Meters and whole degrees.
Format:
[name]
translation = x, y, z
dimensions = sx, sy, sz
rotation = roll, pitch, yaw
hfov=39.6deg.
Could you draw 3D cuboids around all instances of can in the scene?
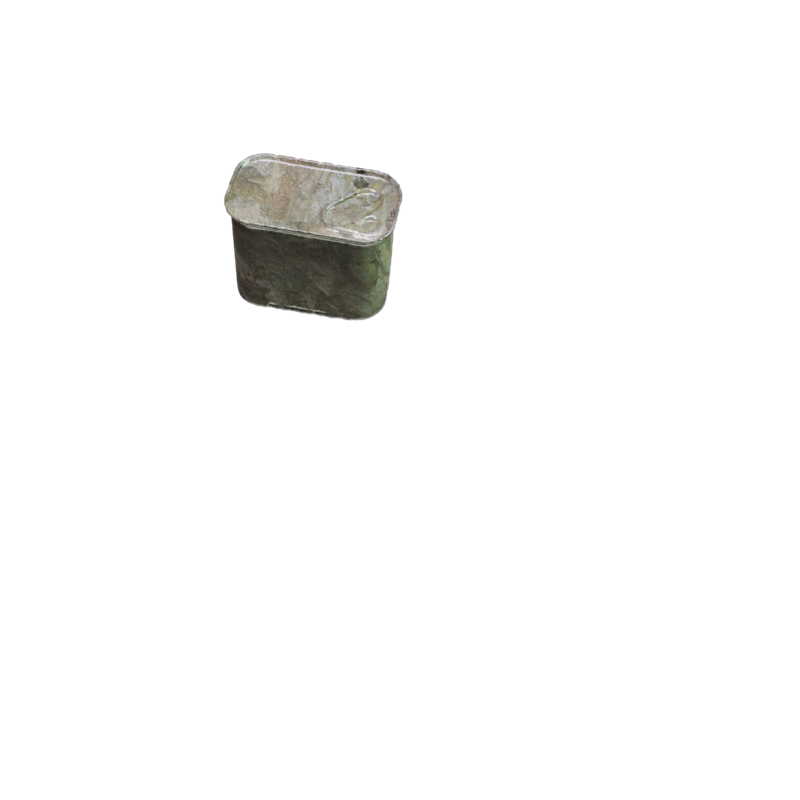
[can]
translation = -0.053, -0.097, 0.679
dimensions = 0.103, 0.061, 0.078
rotation = 10, -36, 6
